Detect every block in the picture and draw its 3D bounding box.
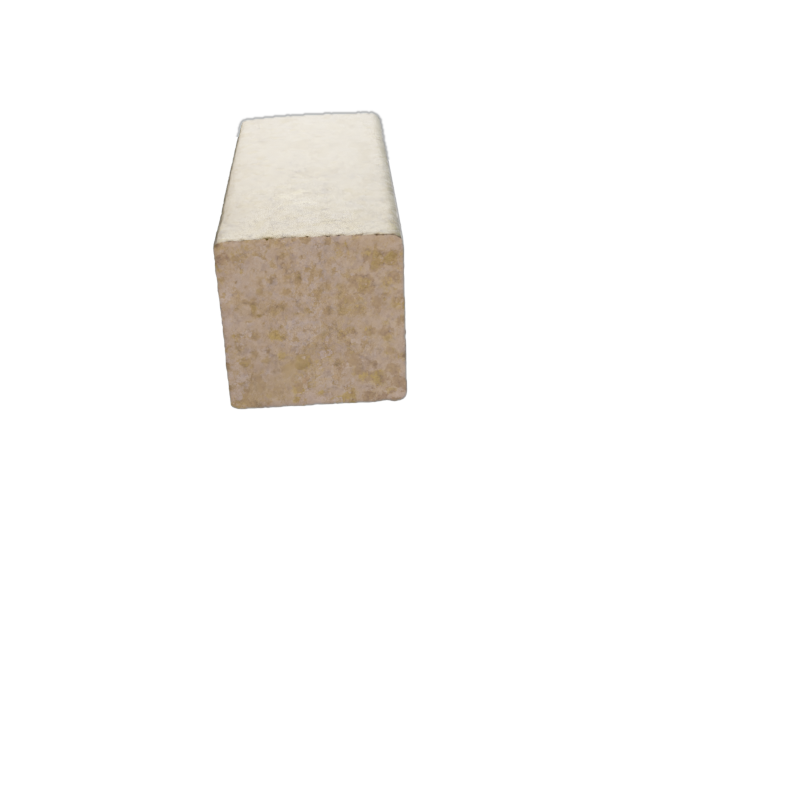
[{"bbox_3d":[-0.048,-0.089,0.621,0.090,0.086,0.218,-3,28,-2],"label":"block"}]
